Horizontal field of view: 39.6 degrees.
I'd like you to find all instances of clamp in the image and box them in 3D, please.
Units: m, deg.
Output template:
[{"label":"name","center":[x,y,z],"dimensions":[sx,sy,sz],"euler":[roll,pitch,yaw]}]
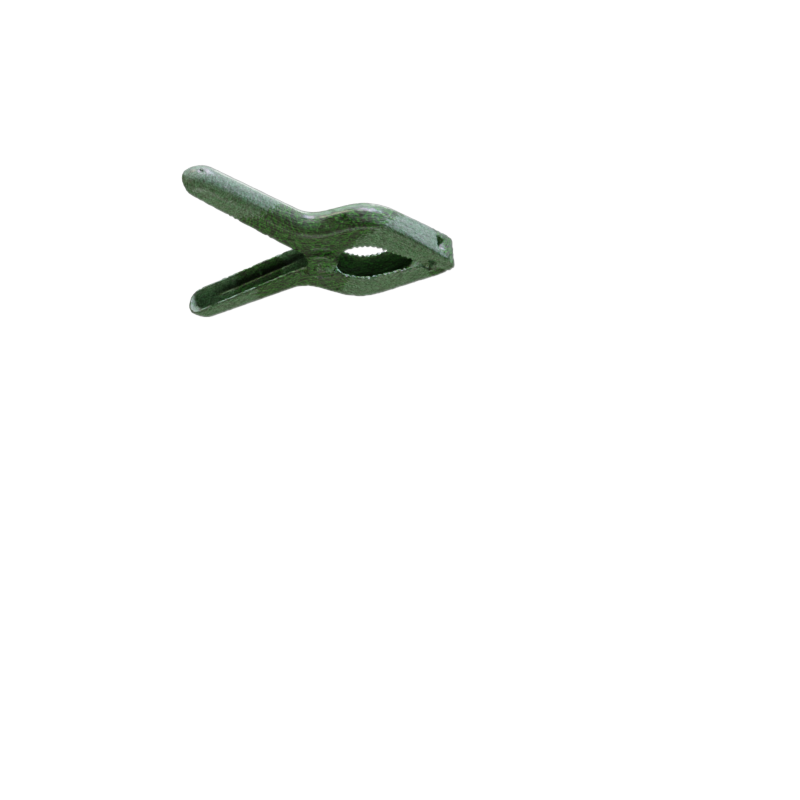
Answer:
[{"label":"clamp","center":[-0.065,-0.118,0.829],"dimensions":[0.210,0.039,0.153],"euler":[-1,-33,2]}]
